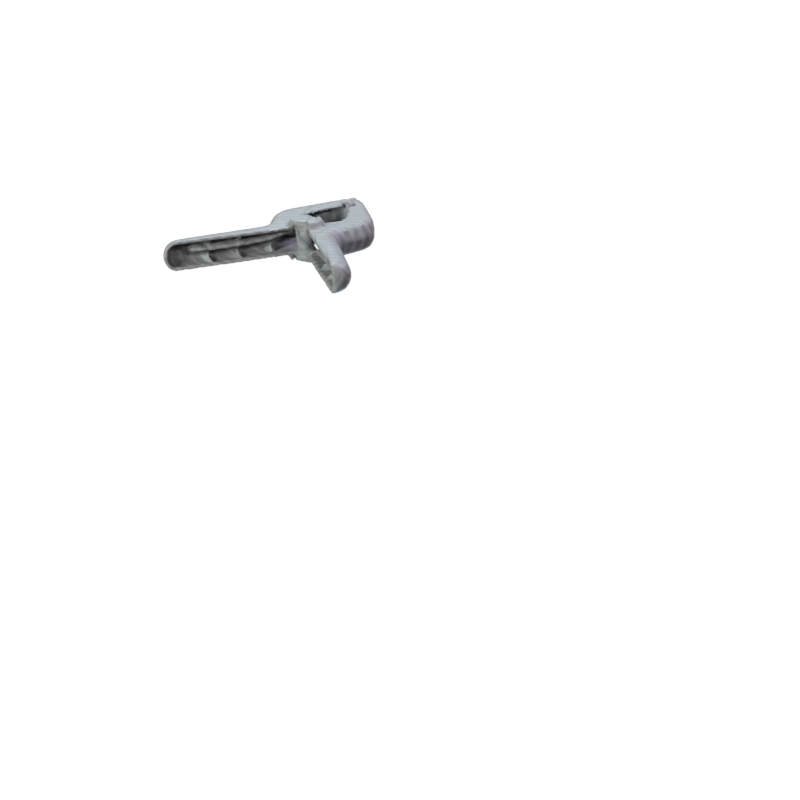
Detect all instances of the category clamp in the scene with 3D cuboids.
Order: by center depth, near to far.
[{"bbox_3d":[-0.074,-0.134,0.940,0.172,0.035,0.209,13,26,29],"label":"clamp"}]
